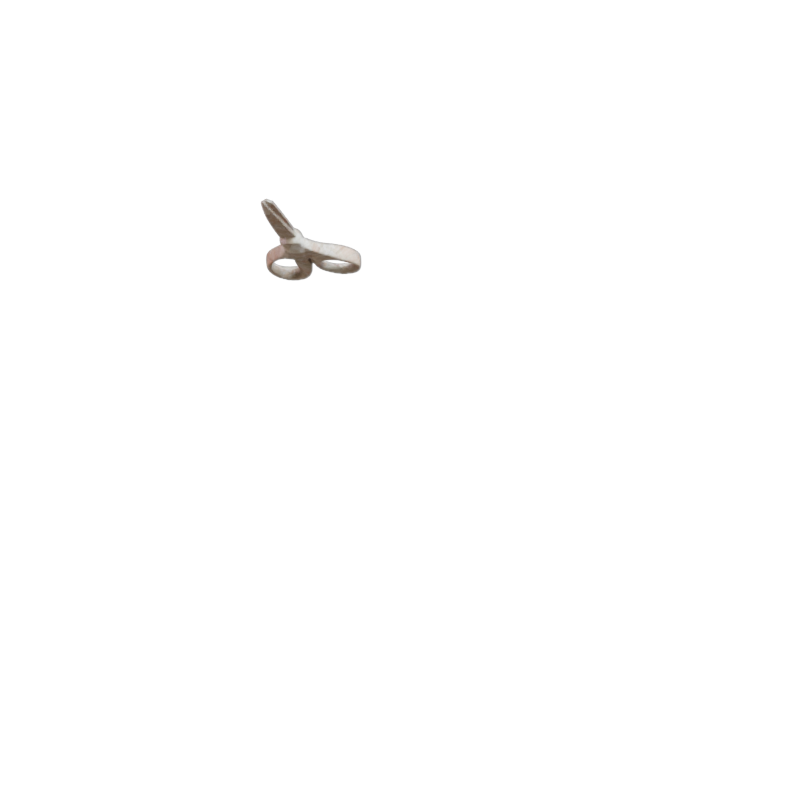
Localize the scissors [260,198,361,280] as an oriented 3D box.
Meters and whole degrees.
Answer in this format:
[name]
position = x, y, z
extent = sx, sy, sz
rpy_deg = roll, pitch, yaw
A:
[scissors]
position = -0.075, -0.137, 0.957
extent = 0.095, 0.016, 0.197
rpy_deg = 1, -10, -8
